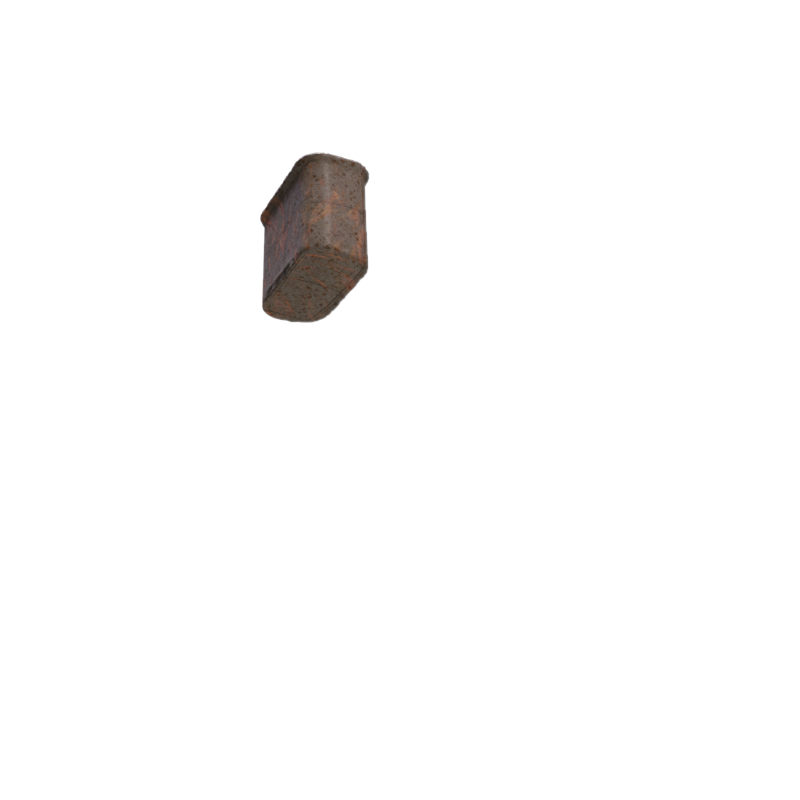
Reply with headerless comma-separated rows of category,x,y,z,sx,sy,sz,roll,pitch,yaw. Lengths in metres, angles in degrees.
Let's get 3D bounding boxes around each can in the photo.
can,-0.063,-0.115,0.806,0.055,0.089,0.099,14,-35,-24
